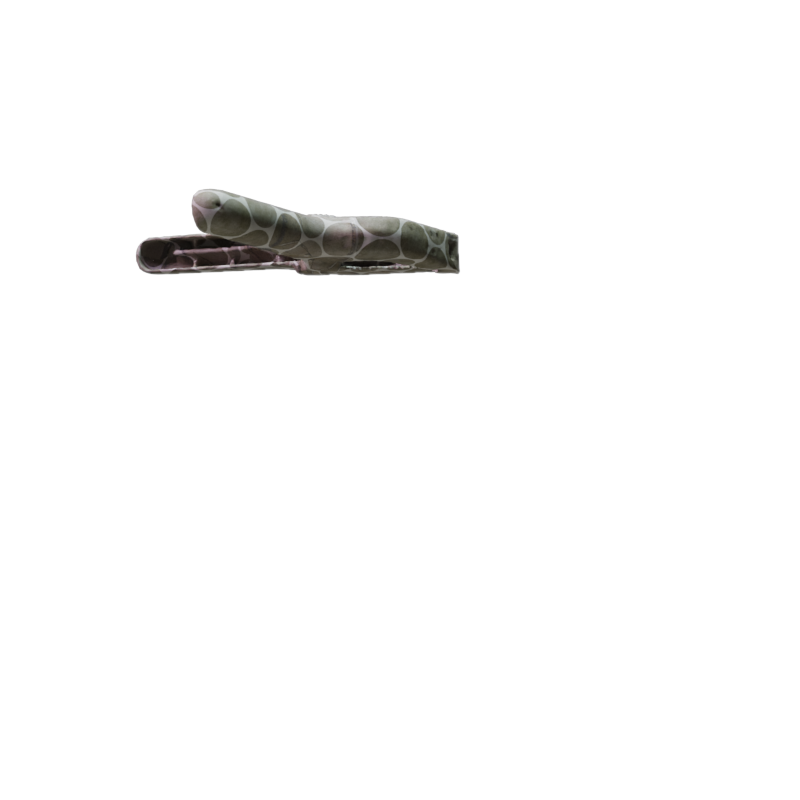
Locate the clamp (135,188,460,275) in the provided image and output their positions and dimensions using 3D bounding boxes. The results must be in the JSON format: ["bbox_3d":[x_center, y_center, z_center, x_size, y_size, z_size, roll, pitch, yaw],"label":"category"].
[{"bbox_3d":[-0.055,-0.100,0.699,0.206,0.037,0.165,1,-3,-15],"label":"clamp"}]
